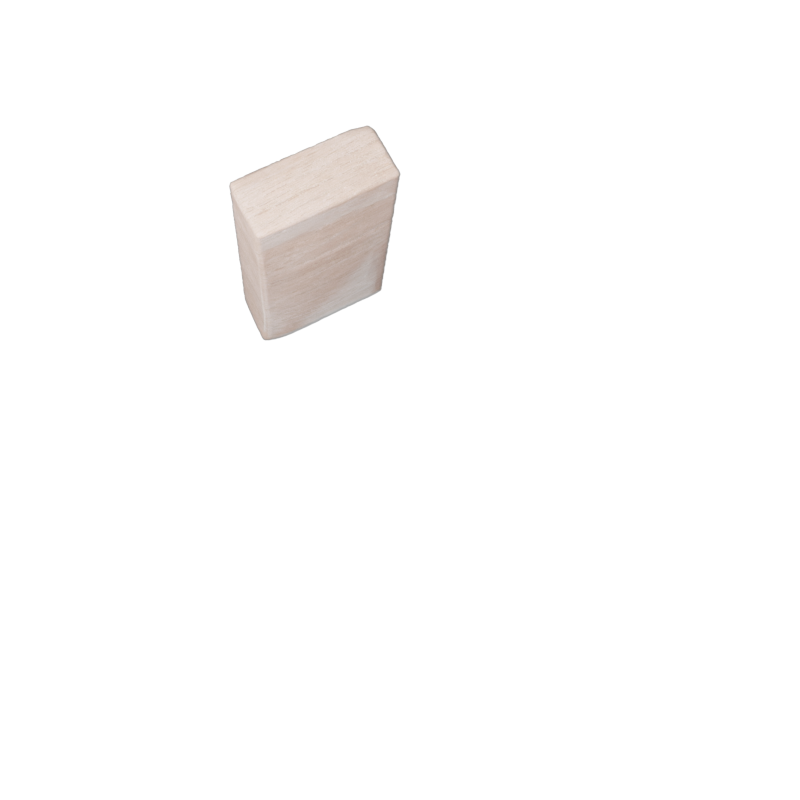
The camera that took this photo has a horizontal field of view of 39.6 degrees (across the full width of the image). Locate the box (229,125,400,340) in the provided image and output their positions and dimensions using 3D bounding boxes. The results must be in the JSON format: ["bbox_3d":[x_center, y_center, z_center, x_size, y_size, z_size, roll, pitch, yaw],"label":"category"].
[{"bbox_3d":[-0.055,-0.100,0.701,0.093,0.051,0.168,-26,-17,-13],"label":"box"}]
